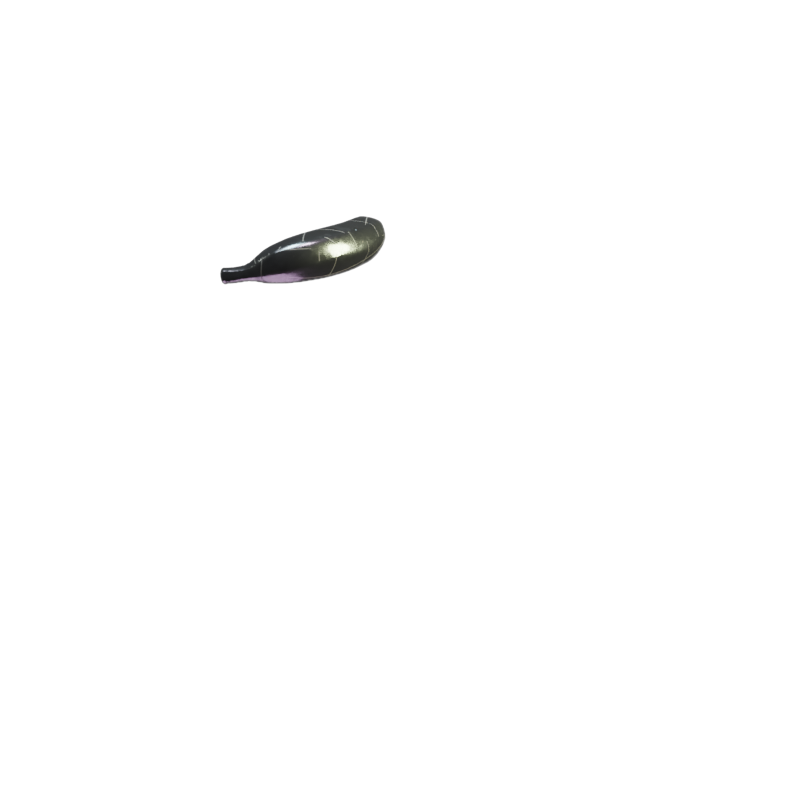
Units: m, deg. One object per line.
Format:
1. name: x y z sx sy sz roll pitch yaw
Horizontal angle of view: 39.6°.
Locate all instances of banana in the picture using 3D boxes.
1. banana: -0.056 -0.123 0.883 0.073 0.035 0.195 11 21 31
